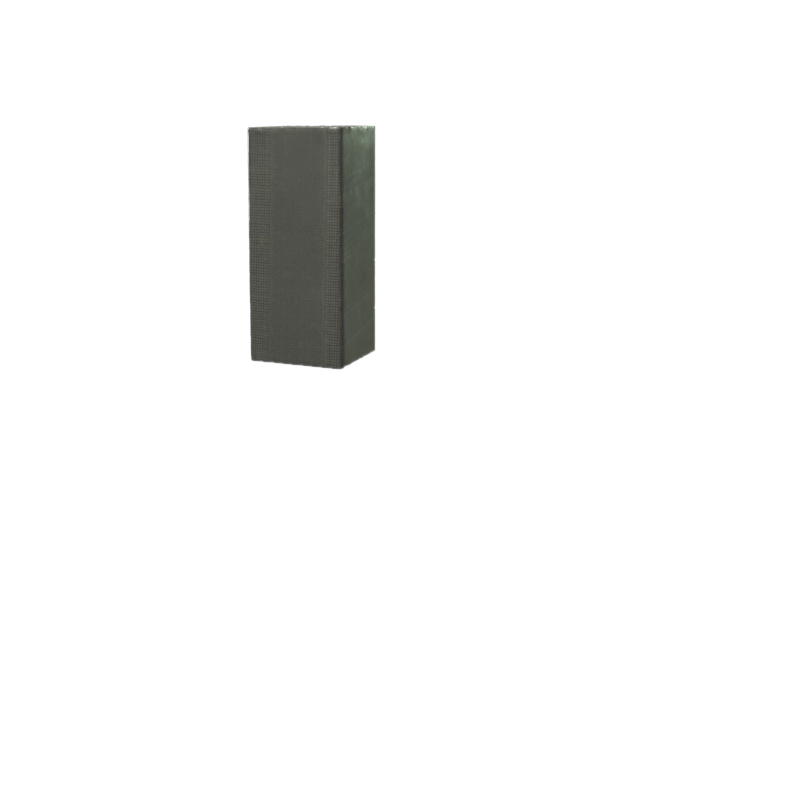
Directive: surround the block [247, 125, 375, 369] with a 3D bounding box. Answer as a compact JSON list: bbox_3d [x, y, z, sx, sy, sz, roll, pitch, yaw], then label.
[{"bbox_3d":[-0.078,-0.141,0.989,0.093,0.202,0.089,4,9,21],"label":"block"}]
